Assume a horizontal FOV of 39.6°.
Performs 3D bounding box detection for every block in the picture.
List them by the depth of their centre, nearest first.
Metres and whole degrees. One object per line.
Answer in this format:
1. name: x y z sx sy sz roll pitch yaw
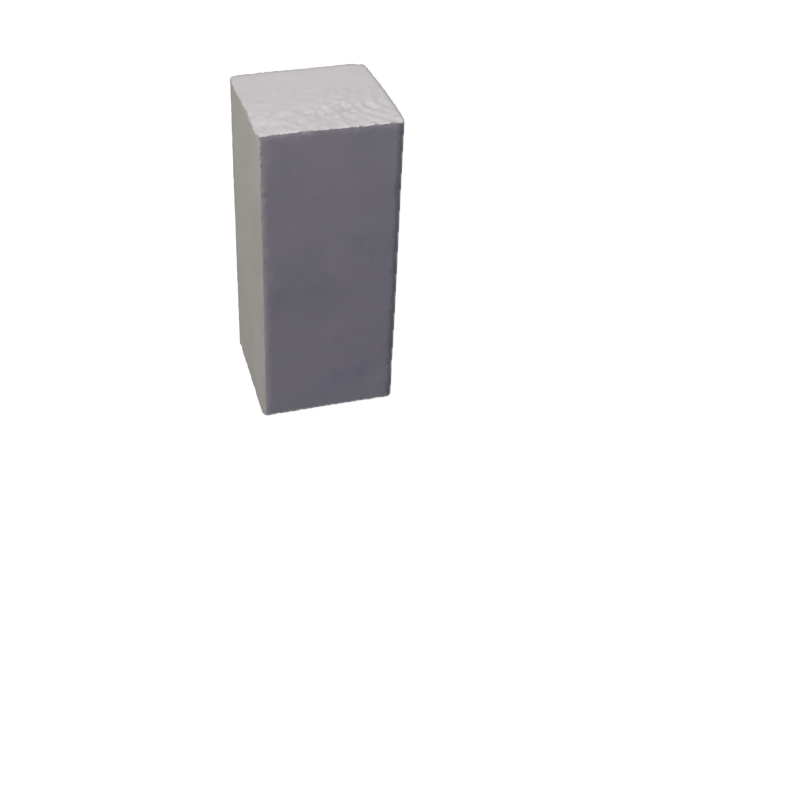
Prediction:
1. block: -0.056 -0.103 0.722 0.089 0.193 0.097 -8 37 -14
